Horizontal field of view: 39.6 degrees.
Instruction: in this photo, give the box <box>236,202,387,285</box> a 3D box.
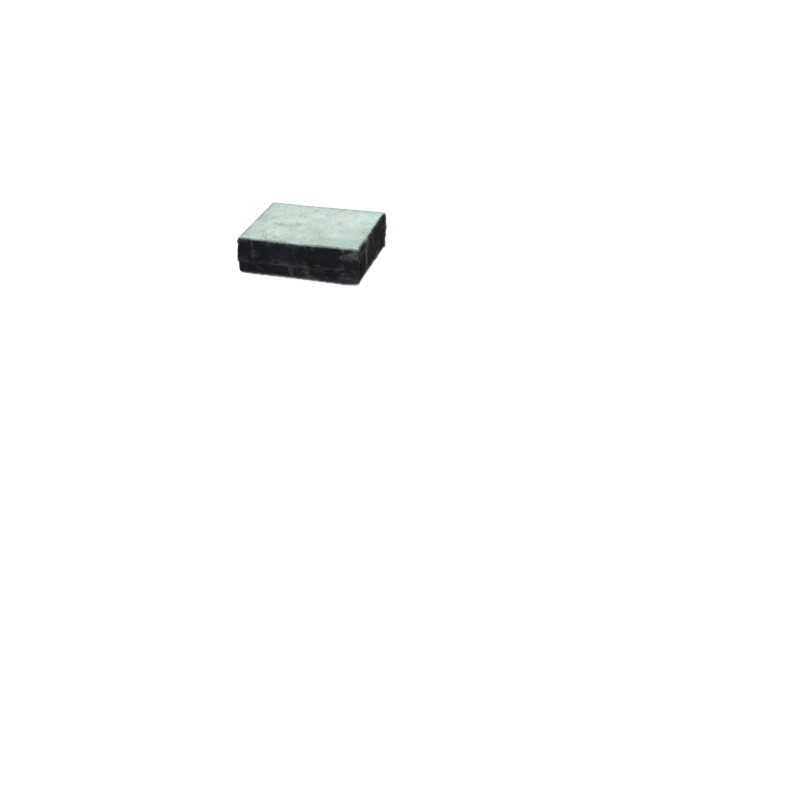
[{"bbox_3d":[-0.077,-0.141,0.987,0.116,0.037,0.093,9,31,14],"label":"box"}]
